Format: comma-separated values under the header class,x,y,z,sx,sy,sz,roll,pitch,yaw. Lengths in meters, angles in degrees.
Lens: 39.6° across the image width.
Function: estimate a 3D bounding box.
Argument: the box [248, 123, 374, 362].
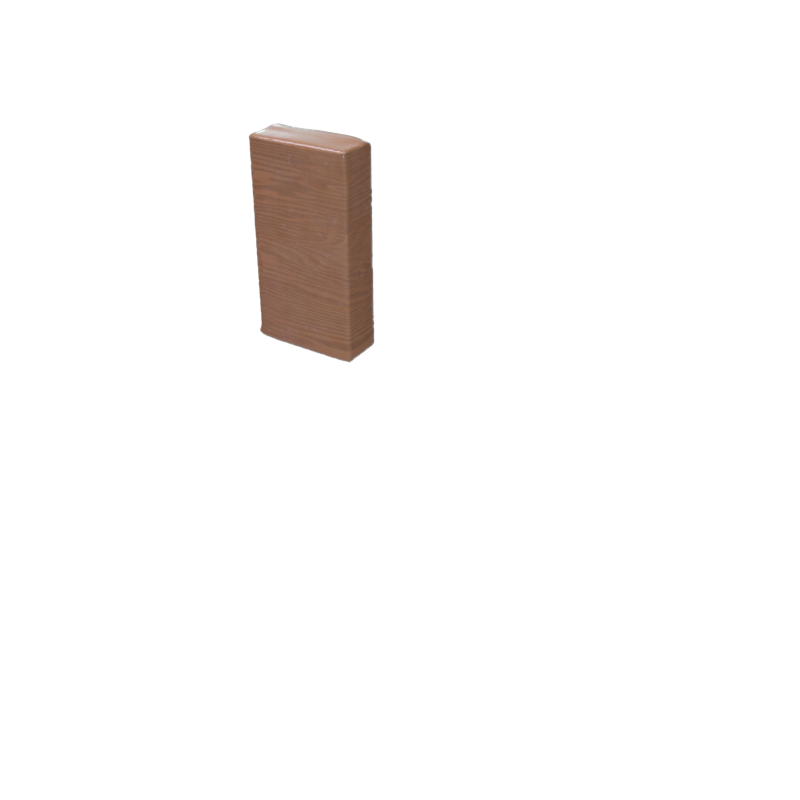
class,x,y,z,sx,sy,sz,roll,pitch,yaw
box,-0.069,-0.126,0.881,0.098,0.168,0.048,17,27,31
